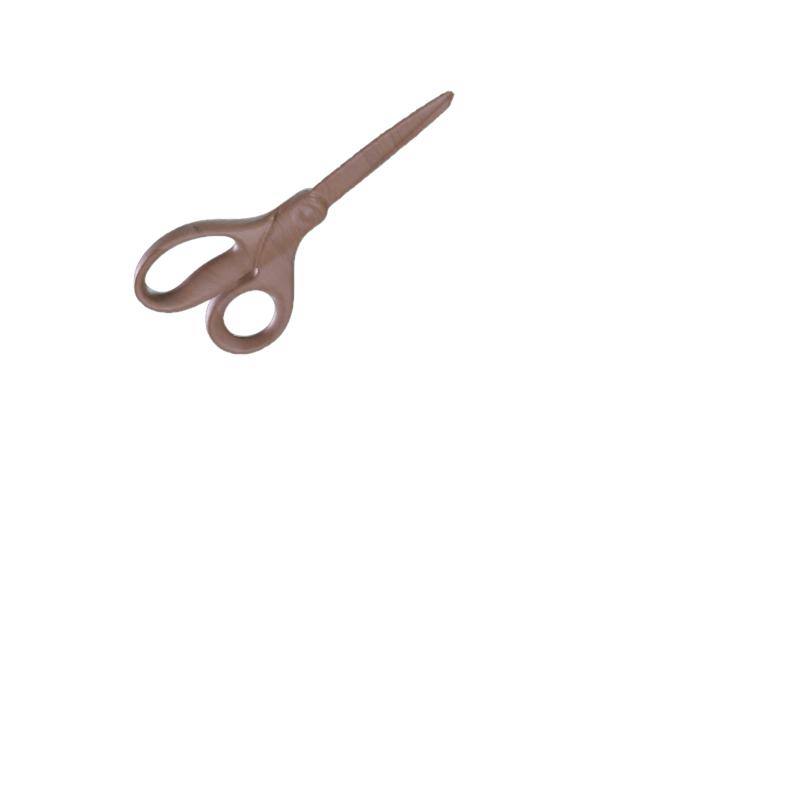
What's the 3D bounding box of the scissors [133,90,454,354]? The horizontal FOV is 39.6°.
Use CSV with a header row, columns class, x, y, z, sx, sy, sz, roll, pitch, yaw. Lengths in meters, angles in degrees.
class,x,y,z,sx,sy,sz,roll,pitch,yaw
scissors,-0.046,-0.084,0.587,0.202,0.089,0.017,-21,34,15
